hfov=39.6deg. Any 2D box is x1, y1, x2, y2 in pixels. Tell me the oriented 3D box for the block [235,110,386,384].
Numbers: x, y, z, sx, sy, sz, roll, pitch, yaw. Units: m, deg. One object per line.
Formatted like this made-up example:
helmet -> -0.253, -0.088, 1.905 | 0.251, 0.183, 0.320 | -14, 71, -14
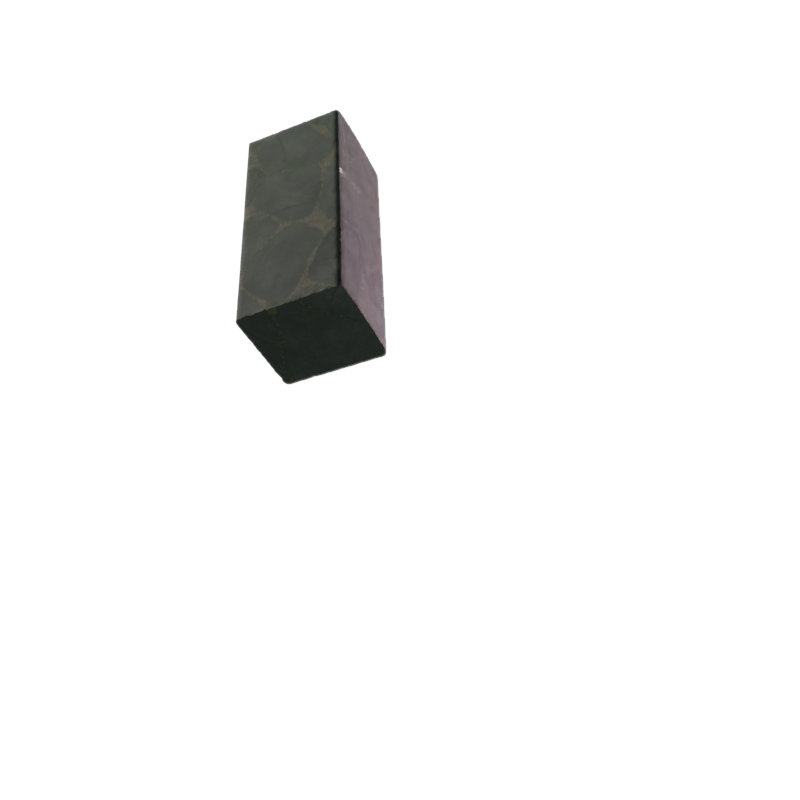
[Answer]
block -> -0.071, -0.130, 0.911 | 0.091, 0.221, 0.083 | -18, -43, 16
